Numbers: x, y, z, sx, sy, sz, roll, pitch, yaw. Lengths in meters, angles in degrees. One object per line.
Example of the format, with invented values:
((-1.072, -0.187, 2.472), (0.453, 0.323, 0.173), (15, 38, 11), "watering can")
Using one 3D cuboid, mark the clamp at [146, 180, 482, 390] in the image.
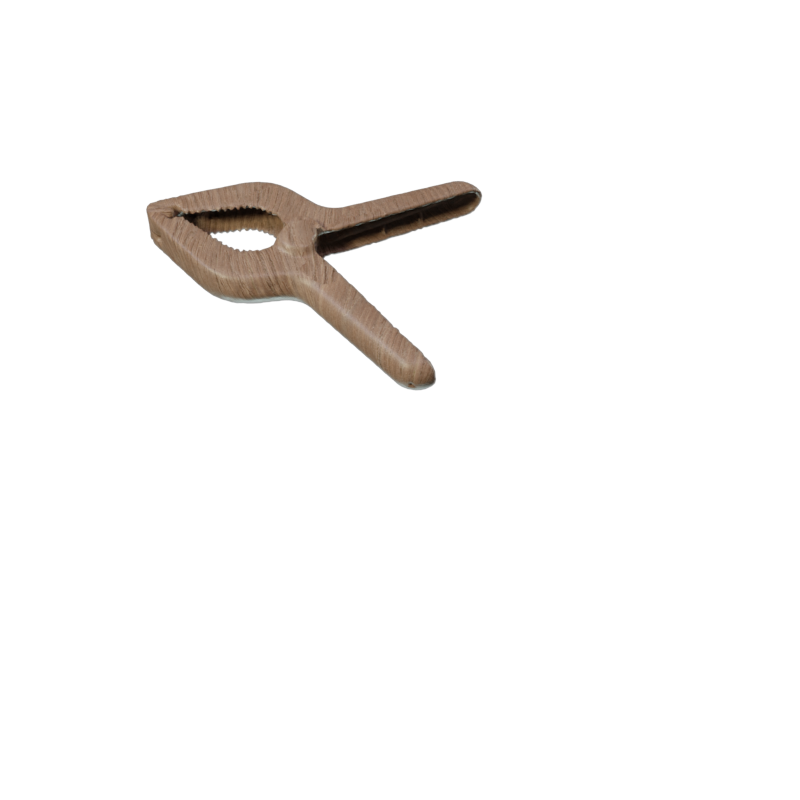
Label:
((-0.055, -0.100, 0.698), (0.216, 0.172, 0.034), (17, -39, 14), "clamp")
